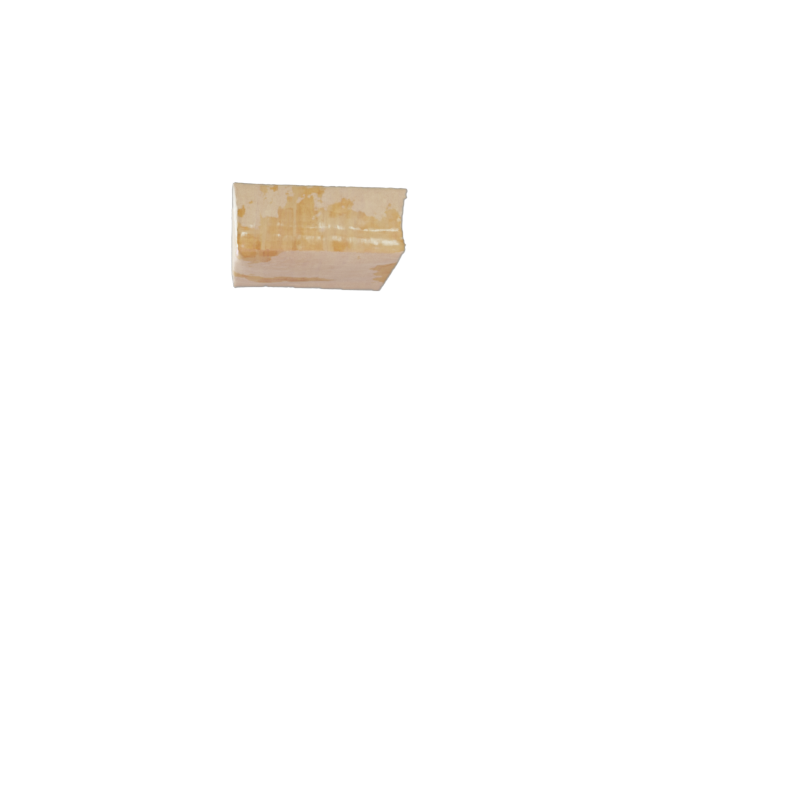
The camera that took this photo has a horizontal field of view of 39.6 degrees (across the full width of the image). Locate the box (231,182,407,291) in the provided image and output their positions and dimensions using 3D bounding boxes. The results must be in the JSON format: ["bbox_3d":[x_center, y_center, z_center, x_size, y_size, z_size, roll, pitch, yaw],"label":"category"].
[{"bbox_3d":[-0.048,-0.087,0.608,0.089,0.040,0.112,0,-4,-7],"label":"box"}]
